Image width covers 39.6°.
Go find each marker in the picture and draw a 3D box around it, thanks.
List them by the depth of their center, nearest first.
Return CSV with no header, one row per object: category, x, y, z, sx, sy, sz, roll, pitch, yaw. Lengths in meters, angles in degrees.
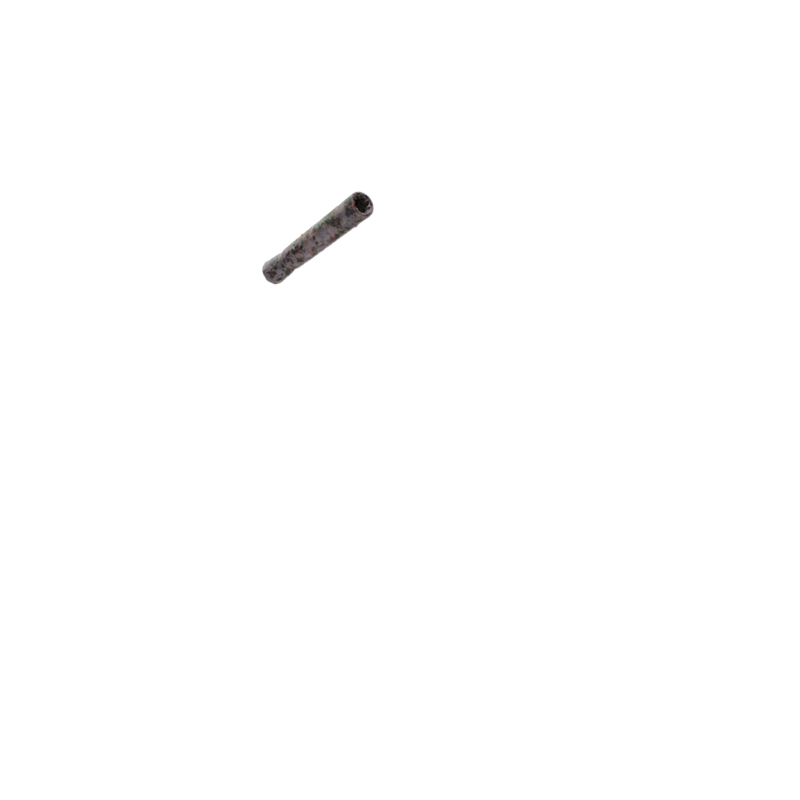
marker,-0.060,-0.109,0.766,0.019,0.021,0.120,-2,-16,-39
